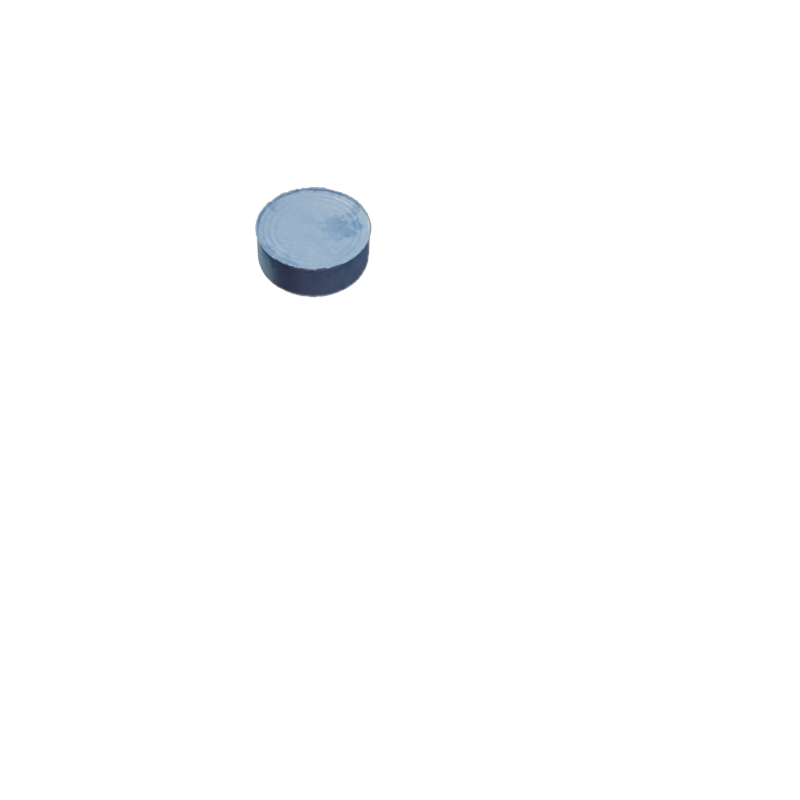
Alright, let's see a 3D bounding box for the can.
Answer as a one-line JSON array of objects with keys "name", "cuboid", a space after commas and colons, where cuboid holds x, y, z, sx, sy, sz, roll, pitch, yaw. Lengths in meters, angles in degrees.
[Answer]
[{"name": "can", "cuboid": [-0.065, -0.118, 0.830, 0.086, 0.092, 0.031, -1, -40, -1]}]
